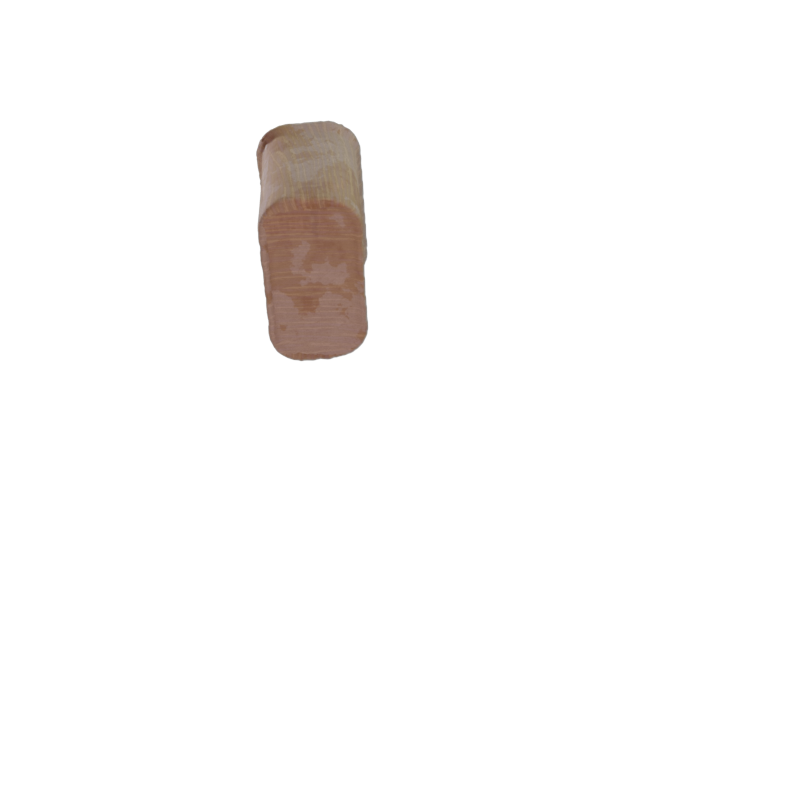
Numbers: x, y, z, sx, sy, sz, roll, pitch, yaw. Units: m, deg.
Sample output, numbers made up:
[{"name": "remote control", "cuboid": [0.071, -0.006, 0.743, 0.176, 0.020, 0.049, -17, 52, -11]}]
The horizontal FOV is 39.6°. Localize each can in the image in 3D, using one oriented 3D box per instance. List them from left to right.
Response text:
[{"name": "can", "cuboid": [-0.046, -0.084, 0.588, 0.057, 0.095, 0.089, -4, 34, 0]}]
